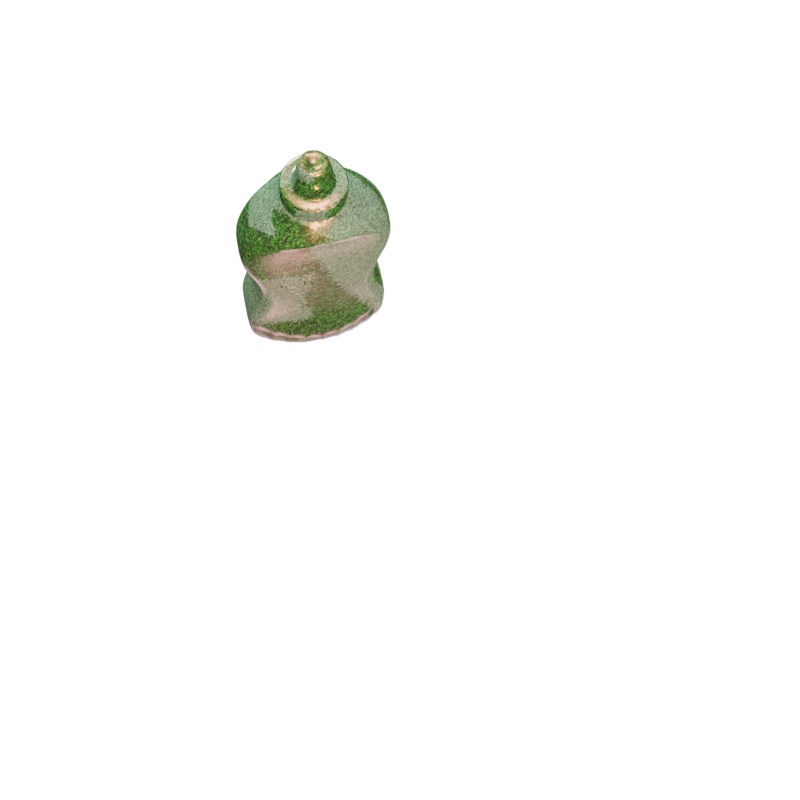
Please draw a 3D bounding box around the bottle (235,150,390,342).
[{"bbox_3d":[-0.055,-0.100,0.705,0.095,0.062,0.182,-10,-21,-8],"label":"bottle"}]
